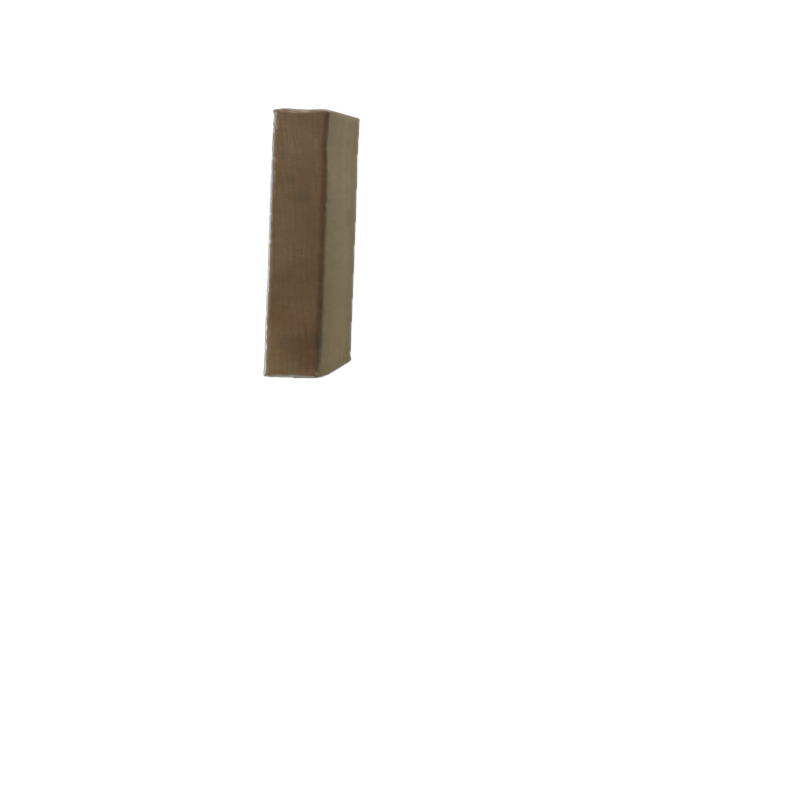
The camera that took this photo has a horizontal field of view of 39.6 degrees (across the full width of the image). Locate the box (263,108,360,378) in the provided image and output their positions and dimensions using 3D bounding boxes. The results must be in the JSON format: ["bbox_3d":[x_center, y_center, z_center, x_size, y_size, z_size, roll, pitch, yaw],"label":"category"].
[{"bbox_3d":[-0.060,-0.108,0.758,0.049,0.175,0.092,1,4,11],"label":"box"}]
